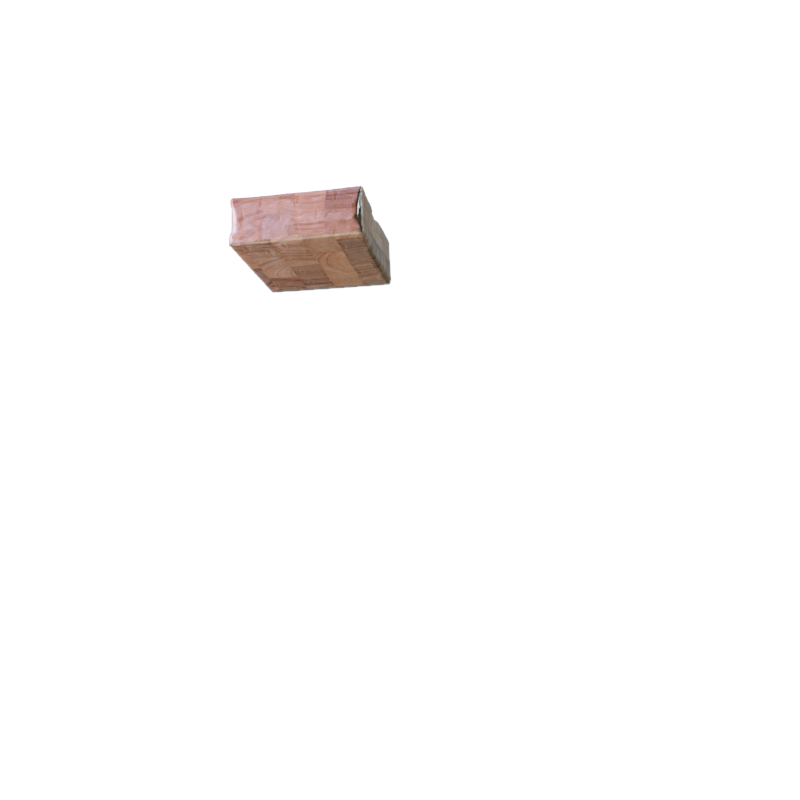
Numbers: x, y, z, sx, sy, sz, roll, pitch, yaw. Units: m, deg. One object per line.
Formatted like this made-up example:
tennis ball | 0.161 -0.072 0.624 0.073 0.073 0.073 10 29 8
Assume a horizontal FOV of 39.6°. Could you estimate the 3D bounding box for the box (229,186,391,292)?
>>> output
box | -0.049 -0.089 0.622 0.074 0.031 0.084 -3 -15 11
